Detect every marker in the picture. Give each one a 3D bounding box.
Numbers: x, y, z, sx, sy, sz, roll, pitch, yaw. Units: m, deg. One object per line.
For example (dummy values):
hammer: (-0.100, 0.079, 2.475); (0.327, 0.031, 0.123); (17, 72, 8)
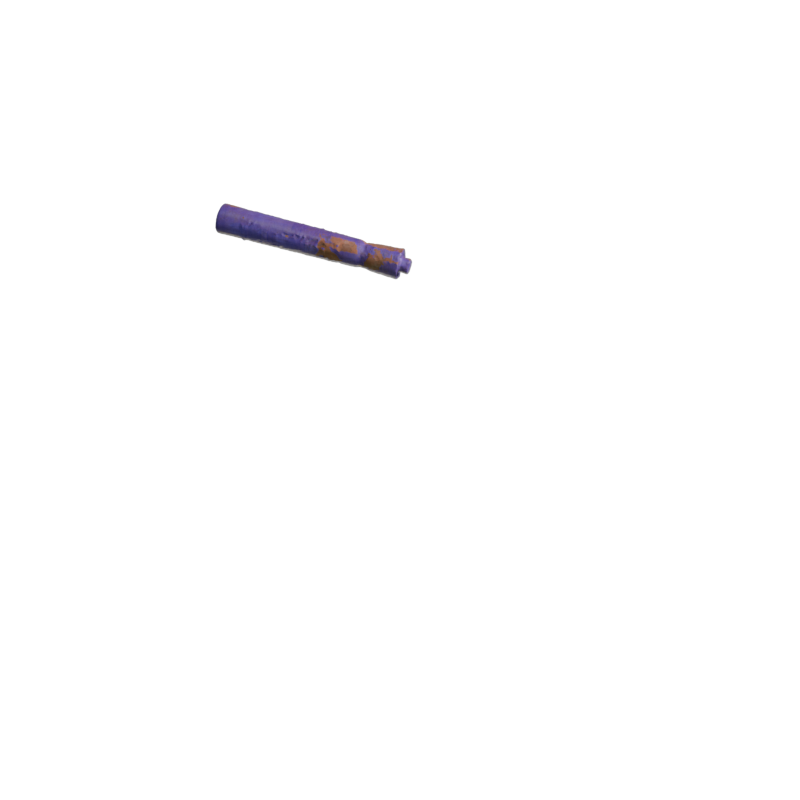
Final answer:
marker: (-0.052, -0.095, 0.666); (0.124, 0.020, 0.019); (16, 7, 14)
